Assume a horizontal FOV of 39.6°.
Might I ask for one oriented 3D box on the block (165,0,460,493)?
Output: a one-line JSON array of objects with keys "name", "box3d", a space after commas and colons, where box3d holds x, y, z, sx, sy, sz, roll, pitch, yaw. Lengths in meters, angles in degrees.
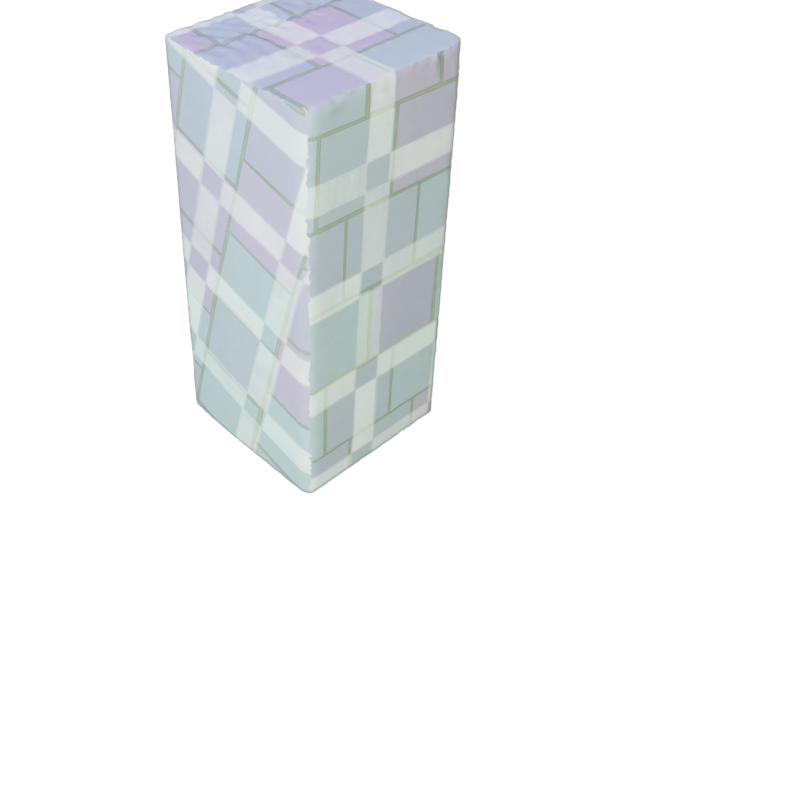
[{"name": "block", "box3d": [-0.040, -0.072, 0.510, 0.091, 0.193, 0.096, -30, 49, -34]}]
